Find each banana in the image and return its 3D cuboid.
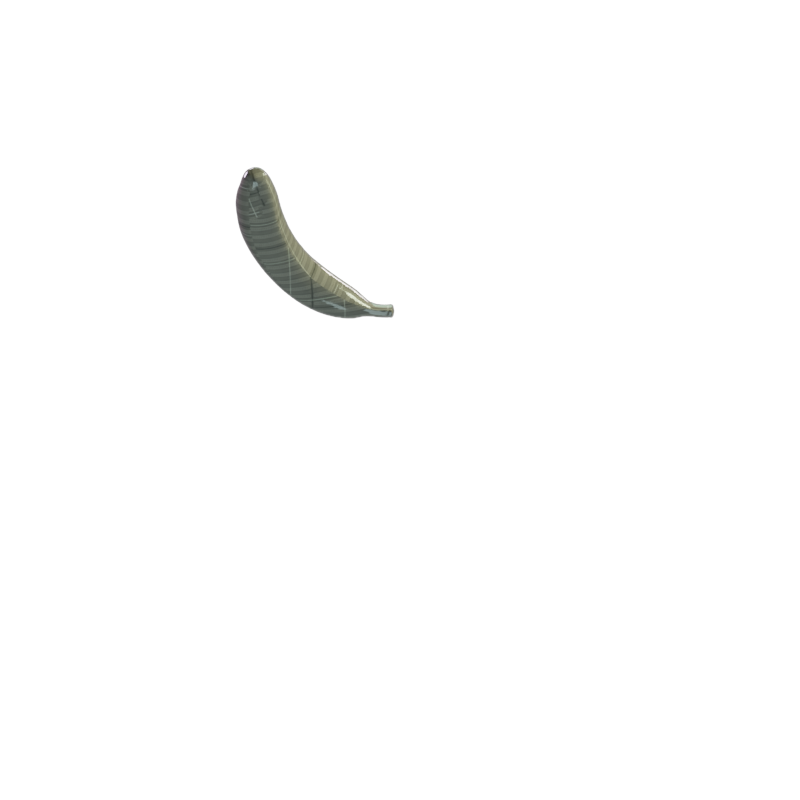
[{"bbox_3d":[-0.084,-0.119,0.903,0.070,0.039,0.183,-24,-44,26],"label":"banana"}]
